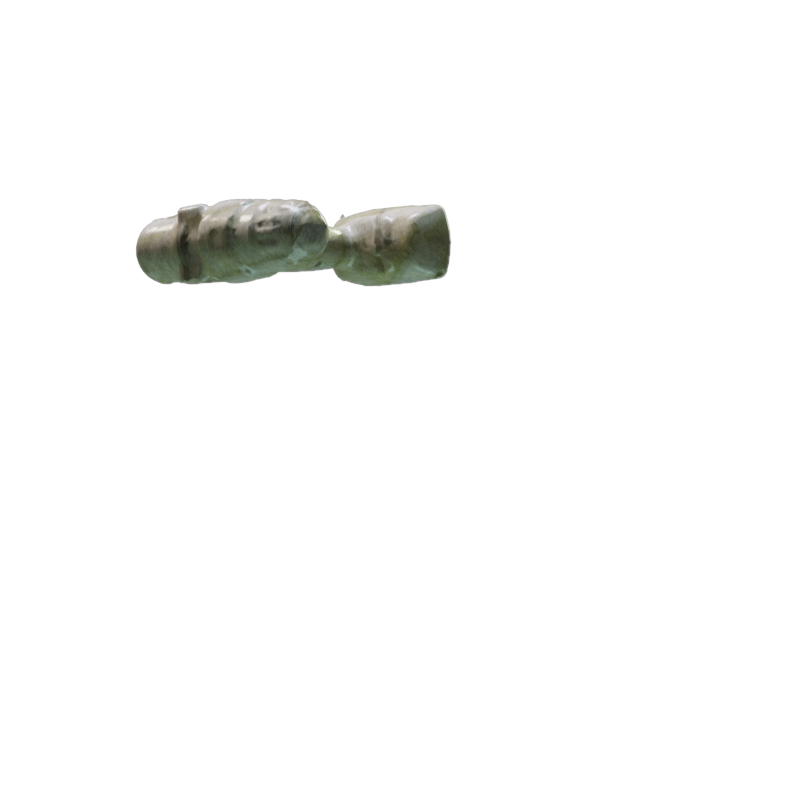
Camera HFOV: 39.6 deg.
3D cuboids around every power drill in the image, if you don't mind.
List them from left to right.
[{"bbox_3d":[-0.058,-0.105,0.739,0.181,0.057,0.192,-4,6,-39],"label":"power drill"}]
